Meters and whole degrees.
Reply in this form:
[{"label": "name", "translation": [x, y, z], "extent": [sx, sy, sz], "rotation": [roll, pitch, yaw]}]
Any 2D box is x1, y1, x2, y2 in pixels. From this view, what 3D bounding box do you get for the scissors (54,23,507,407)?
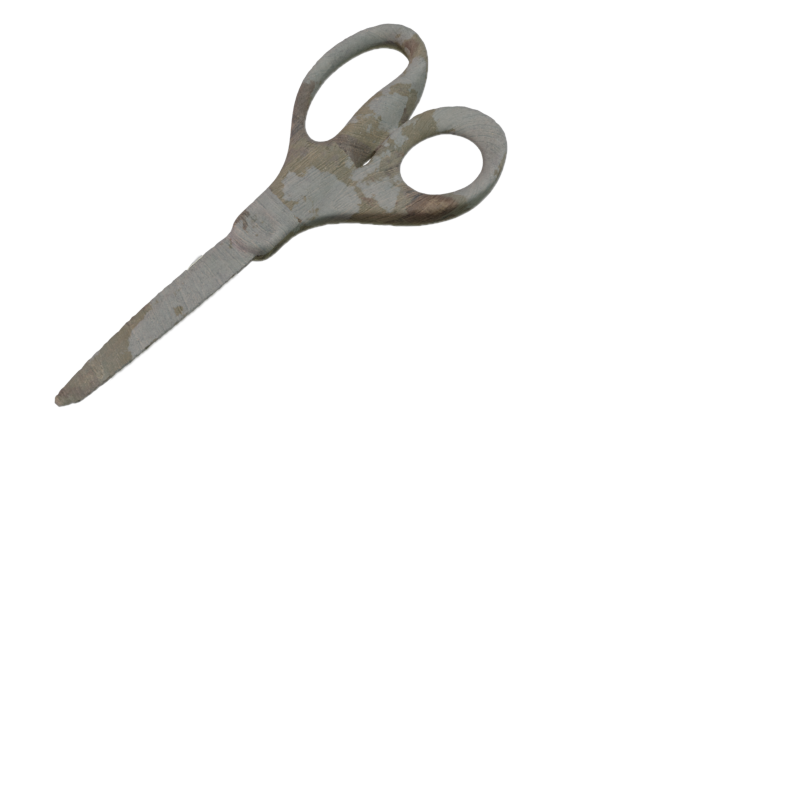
[{"label": "scissors", "translation": [-0.033, -0.060, 0.418], "extent": [0.099, 0.207, 0.015], "rotation": [26, -21, 11]}]
